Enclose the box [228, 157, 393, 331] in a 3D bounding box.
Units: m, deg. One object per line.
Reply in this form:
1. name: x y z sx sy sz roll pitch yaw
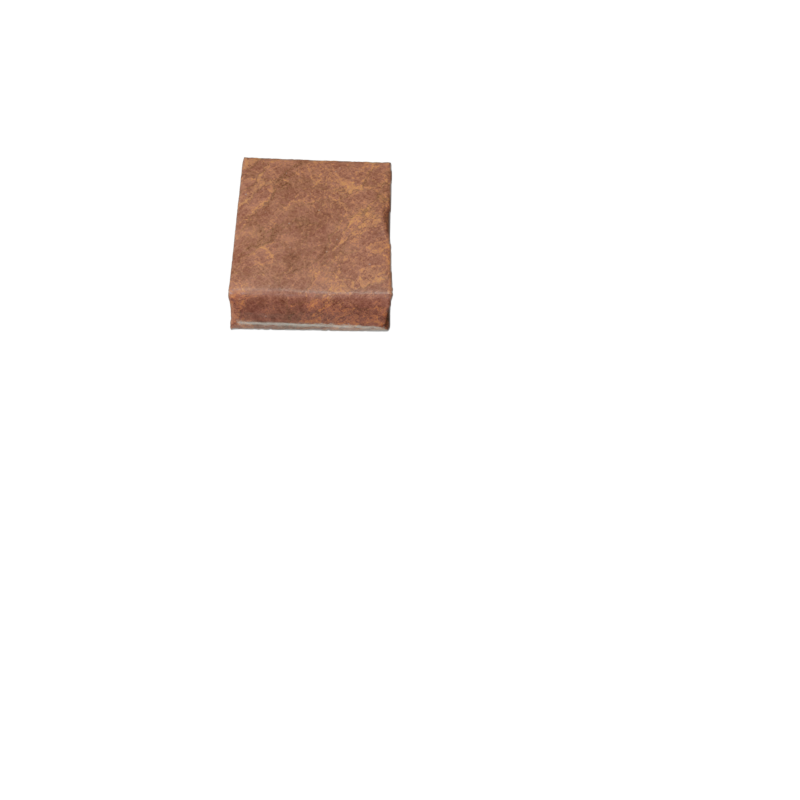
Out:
1. box: -0.041 -0.074 0.518 0.073 0.096 0.028 1 -39 0
